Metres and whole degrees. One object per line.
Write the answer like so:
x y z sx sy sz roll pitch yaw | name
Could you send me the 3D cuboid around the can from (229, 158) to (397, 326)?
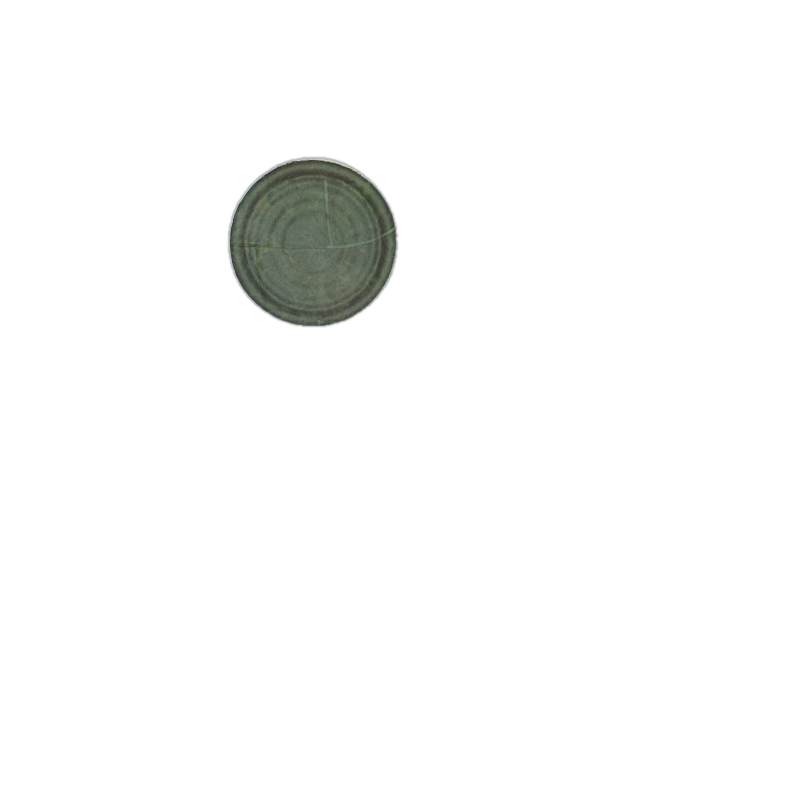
-0.044 -0.081 0.566 0.086 0.085 0.034 0 5 -1 | can
